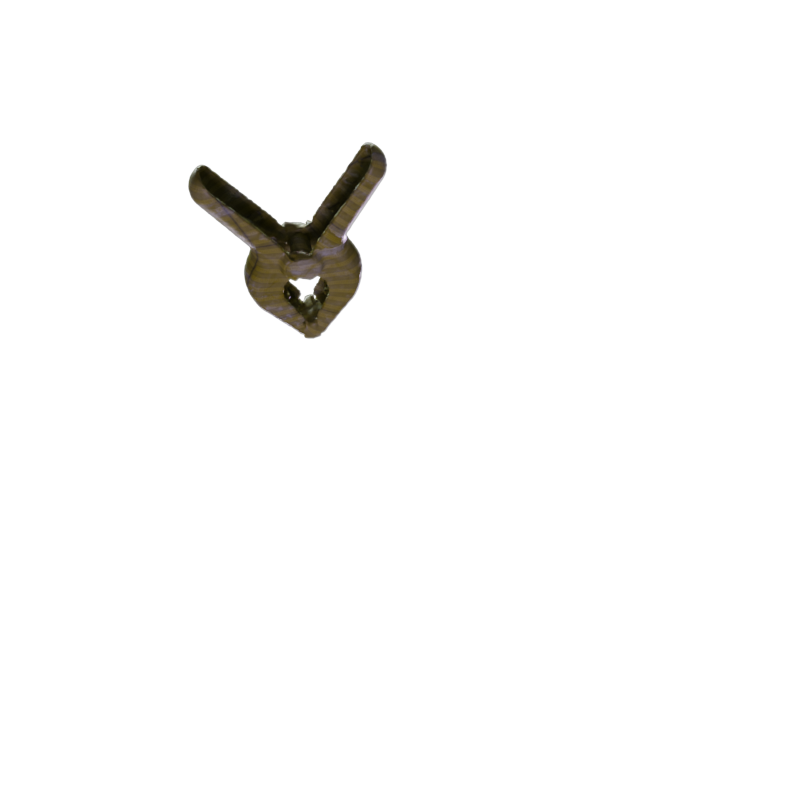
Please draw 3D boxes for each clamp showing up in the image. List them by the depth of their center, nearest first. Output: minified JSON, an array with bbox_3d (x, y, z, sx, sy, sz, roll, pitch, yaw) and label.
[{"bbox_3d":[-0.057,-0.103,0.724,0.121,0.042,0.159,-7,-33,10],"label":"clamp"}]
